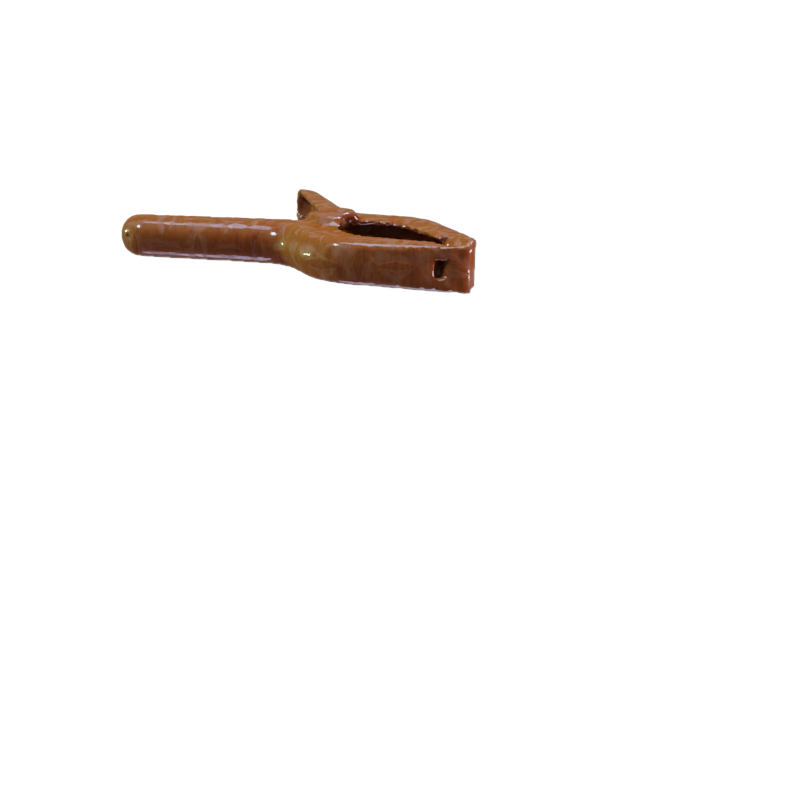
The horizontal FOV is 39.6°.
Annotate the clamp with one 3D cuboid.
[{"bbox_3d":[-0.051,-0.093,0.654,0.161,0.035,0.222,-17,26,-39],"label":"clamp"}]
